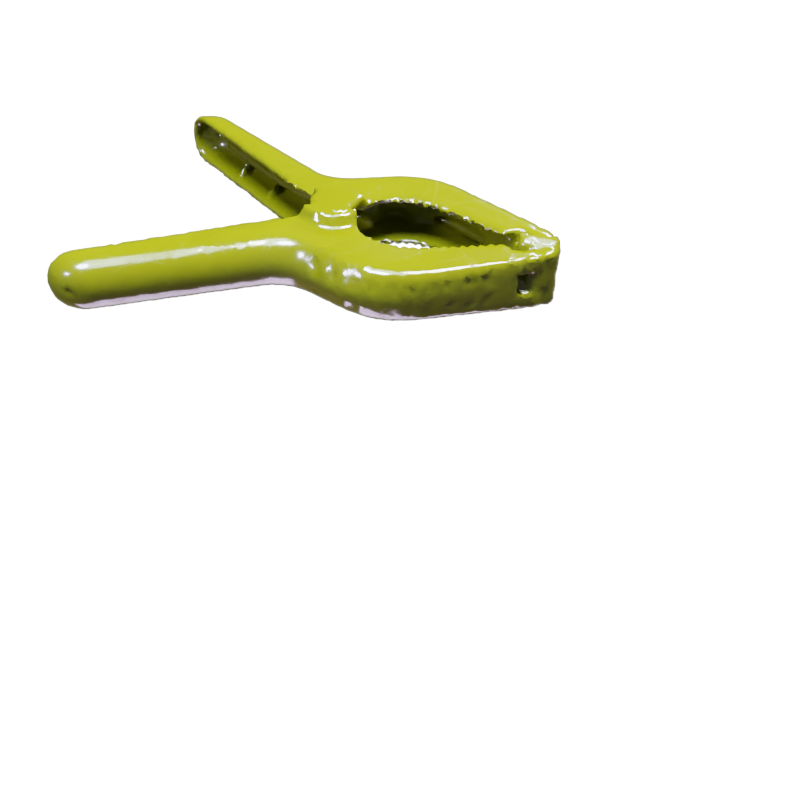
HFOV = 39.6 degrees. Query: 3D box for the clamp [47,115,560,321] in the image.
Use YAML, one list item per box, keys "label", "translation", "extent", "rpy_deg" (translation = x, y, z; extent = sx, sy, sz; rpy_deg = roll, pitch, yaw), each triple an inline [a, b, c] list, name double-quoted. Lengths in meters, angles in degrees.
- label: "clamp"
  translation: [-0.039, -0.071, 0.495]
  extent: [0.218, 0.034, 0.170]
  rpy_deg: [15, 40, 19]
